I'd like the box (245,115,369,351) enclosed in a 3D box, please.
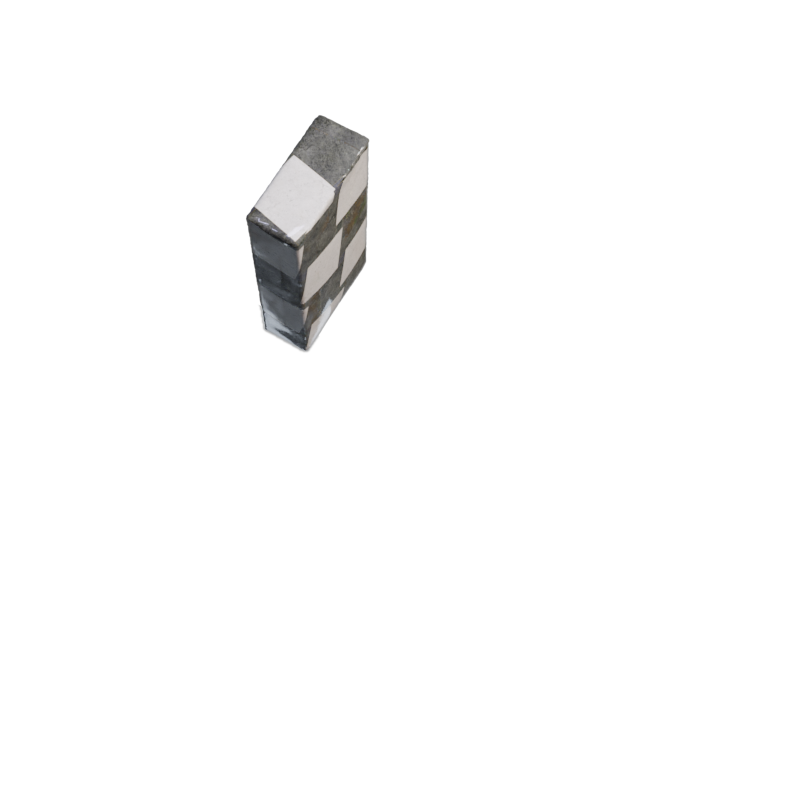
[{"bbox_3d":[-0.060,-0.110,0.774,0.049,0.096,0.168,29,-19,6],"label":"box"}]
